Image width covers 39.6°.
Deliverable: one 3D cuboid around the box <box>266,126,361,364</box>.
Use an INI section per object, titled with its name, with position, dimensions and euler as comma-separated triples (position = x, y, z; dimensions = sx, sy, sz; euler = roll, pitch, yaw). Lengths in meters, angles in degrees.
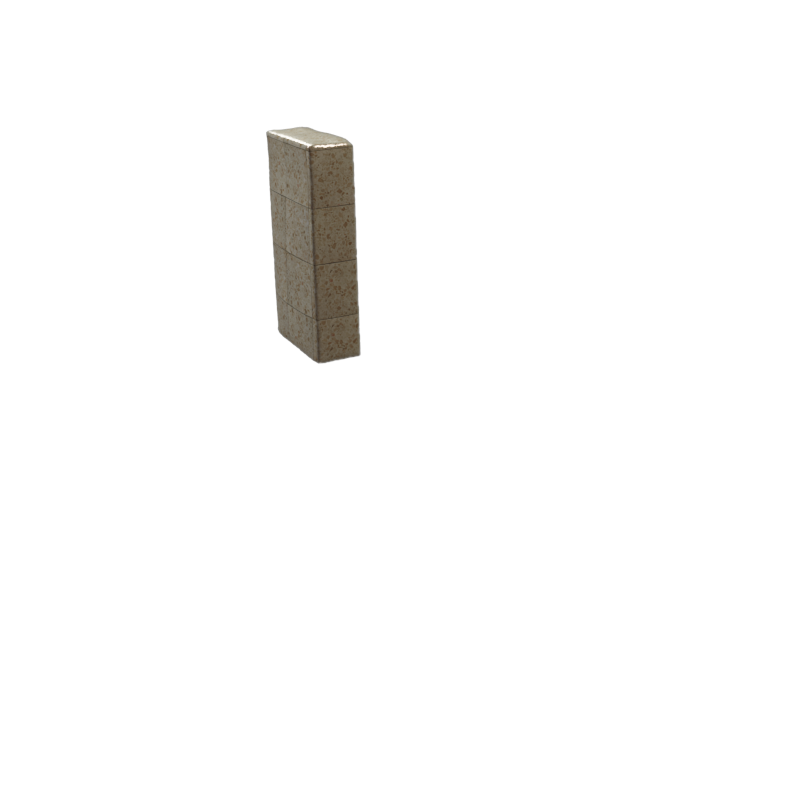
[box]
position = -0.070, -0.129, 0.902
dimensions = 0.047, 0.170, 0.099
euler = -6, 18, -25
